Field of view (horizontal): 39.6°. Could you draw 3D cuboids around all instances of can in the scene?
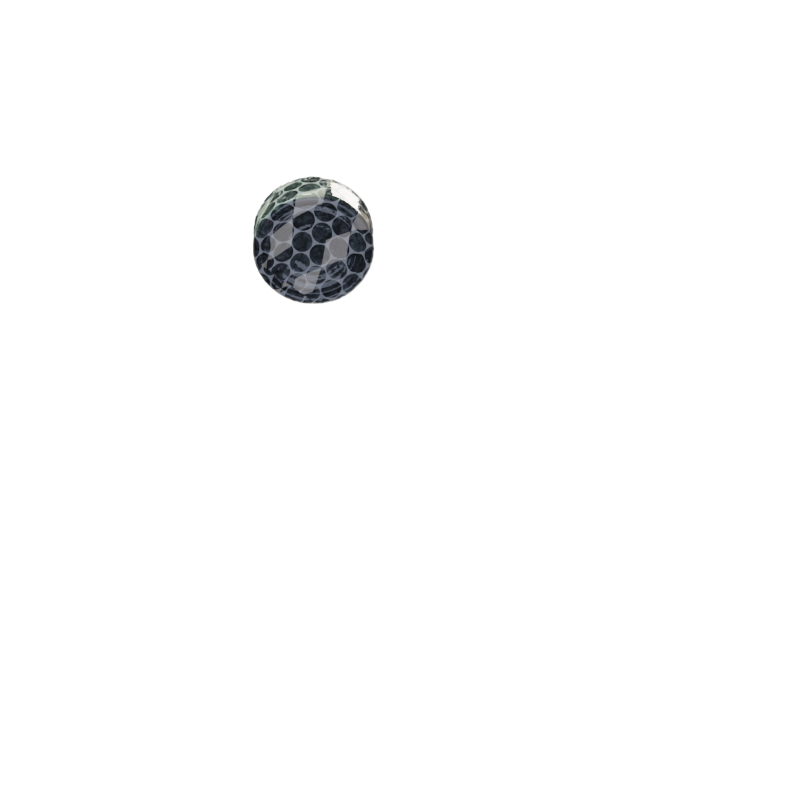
[{"bbox_3d":[-0.061,-0.112,0.782,0.086,0.081,0.035,1,27,-1],"label":"can"}]
